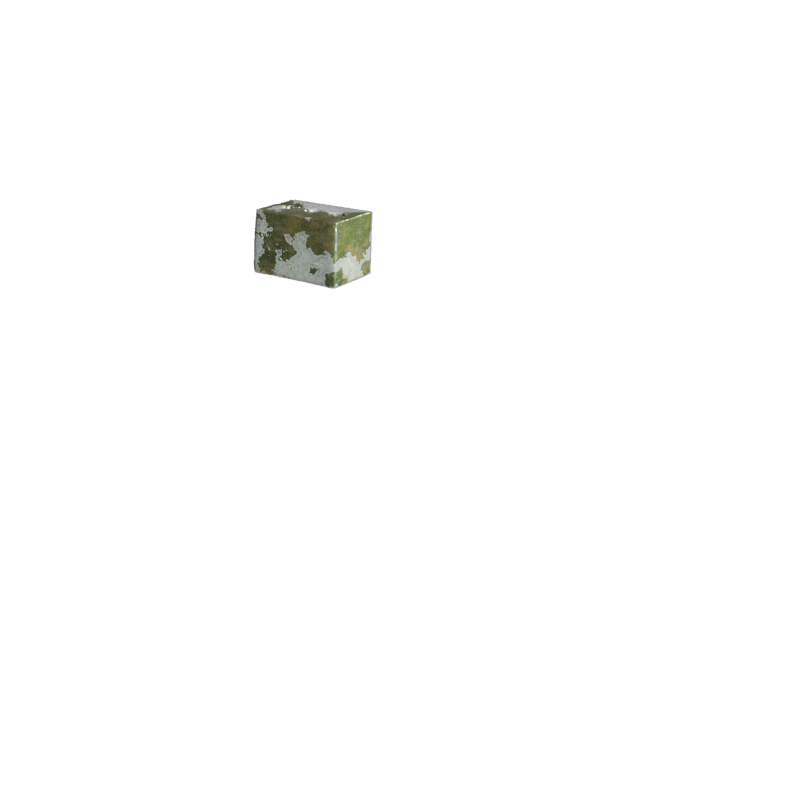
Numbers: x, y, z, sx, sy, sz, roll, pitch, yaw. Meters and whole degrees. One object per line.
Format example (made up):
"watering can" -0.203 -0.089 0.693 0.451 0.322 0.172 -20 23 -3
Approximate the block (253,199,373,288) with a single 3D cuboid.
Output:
"block" -0.067 -0.122 0.854 0.082 0.049 0.052 13 22 31
